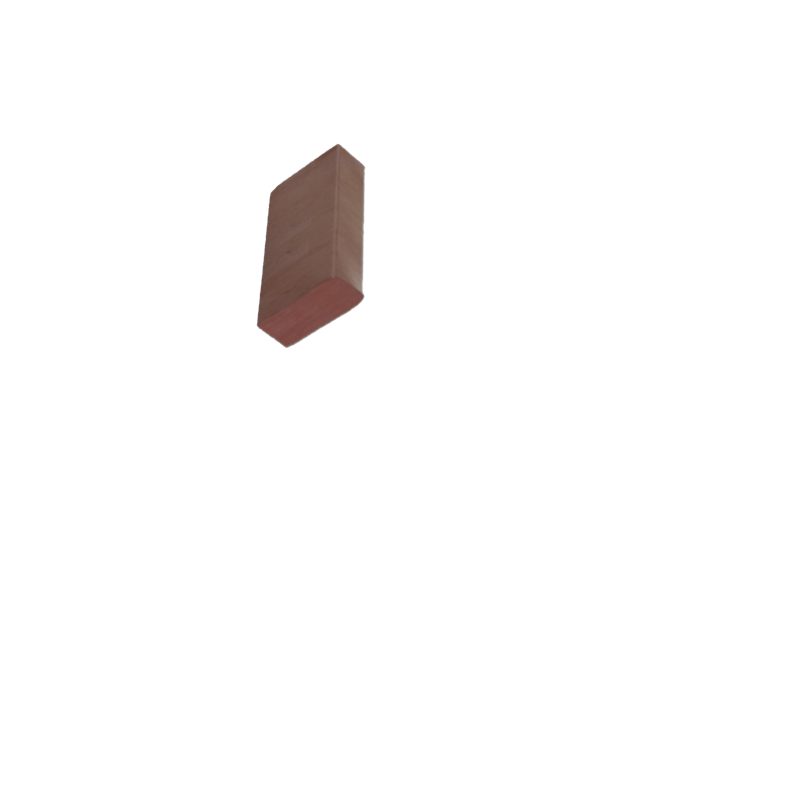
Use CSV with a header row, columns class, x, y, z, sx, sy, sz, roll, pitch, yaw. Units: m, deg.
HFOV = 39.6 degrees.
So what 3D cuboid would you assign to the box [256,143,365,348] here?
class,x,y,z,sx,sy,sz,roll,pitch,yaw
box,-0.078,-0.141,0.988,0.093,0.189,0.045,-31,-48,28
